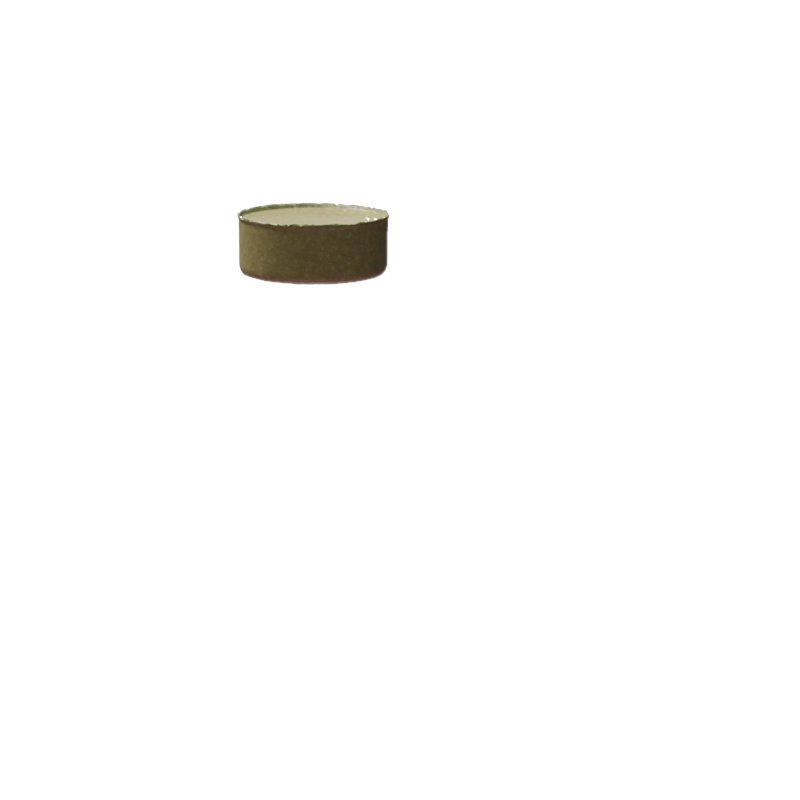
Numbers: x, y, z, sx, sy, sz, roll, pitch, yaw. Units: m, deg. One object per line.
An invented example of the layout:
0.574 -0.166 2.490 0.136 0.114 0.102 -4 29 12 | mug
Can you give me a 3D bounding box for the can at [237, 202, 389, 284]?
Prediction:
-0.049 -0.090 0.628 0.086 0.033 0.089 -1 16 -2 | can
